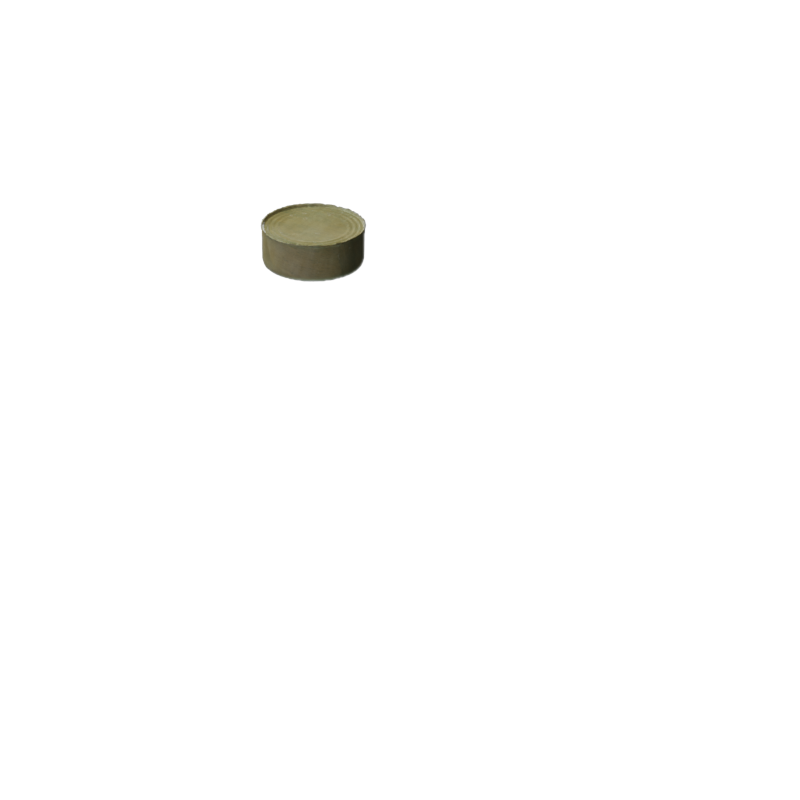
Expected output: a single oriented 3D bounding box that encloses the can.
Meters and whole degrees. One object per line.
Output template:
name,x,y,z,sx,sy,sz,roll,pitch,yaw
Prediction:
can,-0.071,-0.130,0.909,0.086,0.032,0.091,-1,31,-2
